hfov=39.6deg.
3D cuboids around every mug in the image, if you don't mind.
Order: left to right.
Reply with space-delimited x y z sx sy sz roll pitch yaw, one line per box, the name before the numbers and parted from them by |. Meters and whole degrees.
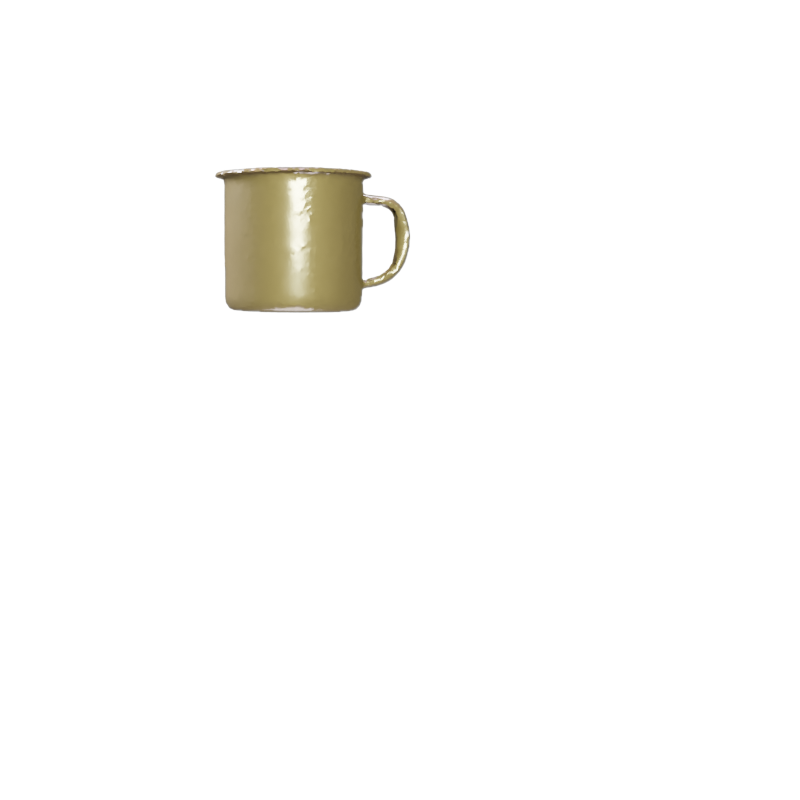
mug | -0.052 -0.094 0.661 0.115 0.081 0.095 -1 4 -14
